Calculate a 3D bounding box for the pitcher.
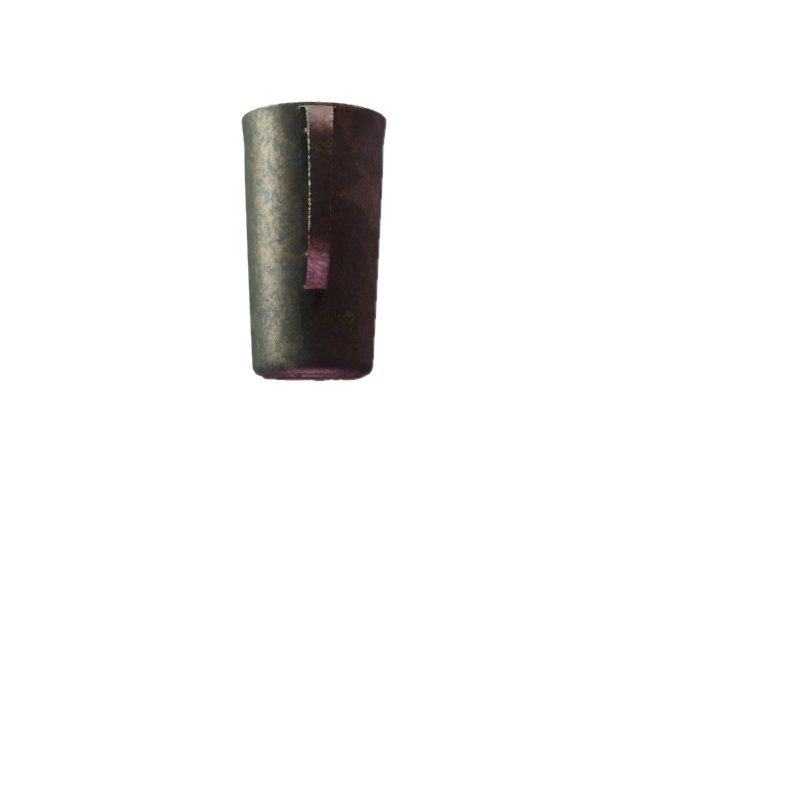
[{"bbox_3d":[-0.078,-0.141,0.991,0.149,0.248,0.142,-6,-9,38],"label":"pitcher"}]
